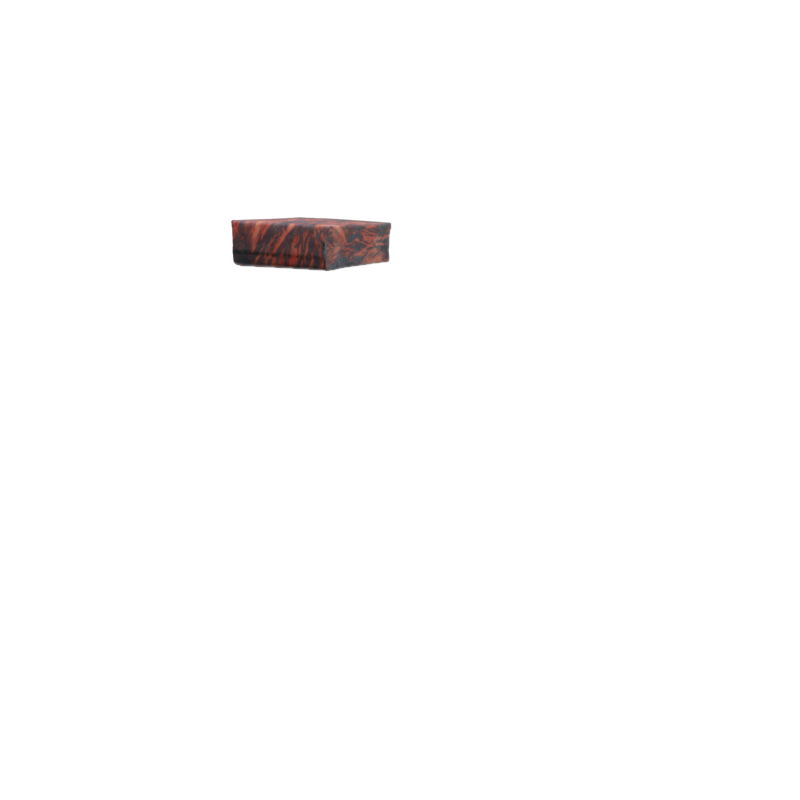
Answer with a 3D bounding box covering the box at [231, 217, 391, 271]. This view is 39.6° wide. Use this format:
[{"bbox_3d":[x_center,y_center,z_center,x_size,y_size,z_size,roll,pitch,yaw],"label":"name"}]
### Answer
[{"bbox_3d":[-0.071,-0.129,0.901,0.093,0.038,0.112,6,13,26],"label":"box"}]
